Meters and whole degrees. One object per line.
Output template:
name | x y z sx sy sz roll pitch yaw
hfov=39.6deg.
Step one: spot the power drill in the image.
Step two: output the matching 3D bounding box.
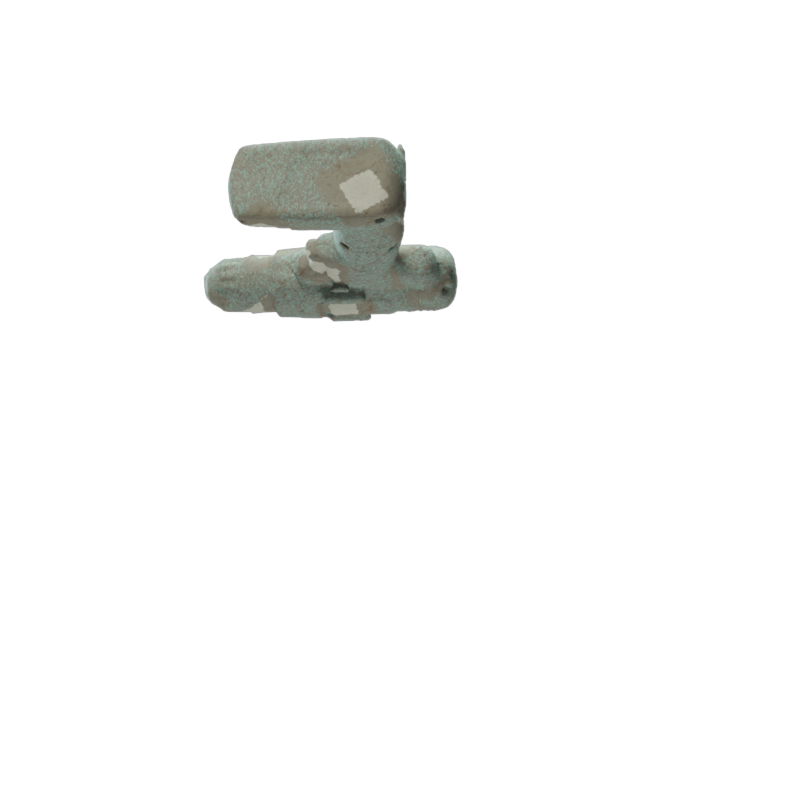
power drill | -0.058 -0.106 0.741 0.186 0.060 0.177 -2 -17 7
